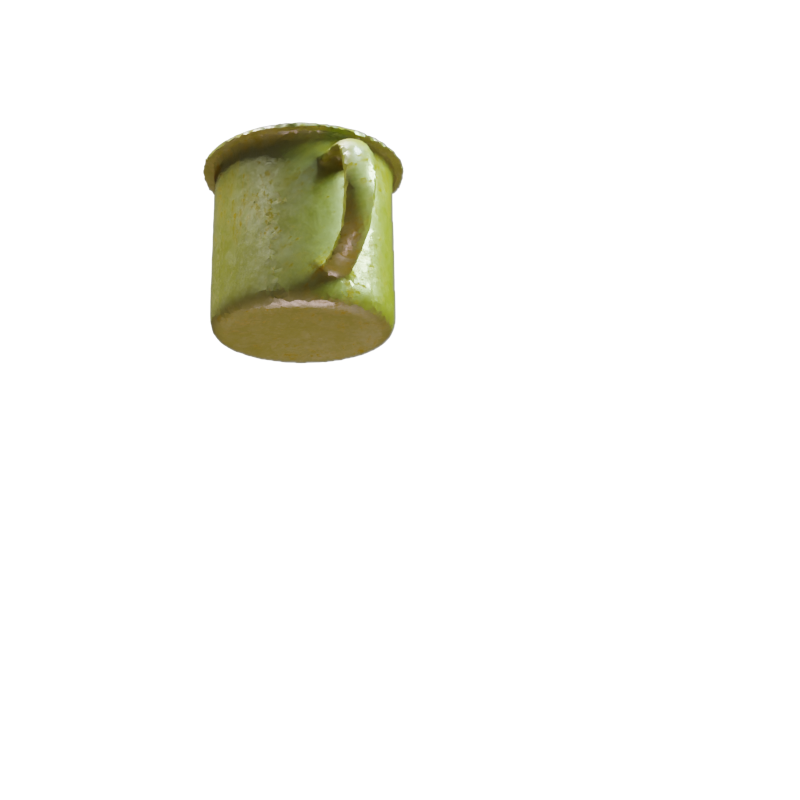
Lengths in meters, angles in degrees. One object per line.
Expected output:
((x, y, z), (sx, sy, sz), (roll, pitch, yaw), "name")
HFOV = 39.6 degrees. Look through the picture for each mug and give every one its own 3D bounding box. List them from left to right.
((-0.038, -0.070, 0.490), (0.090, 0.086, 0.115), (9, -22, -24), "mug")
